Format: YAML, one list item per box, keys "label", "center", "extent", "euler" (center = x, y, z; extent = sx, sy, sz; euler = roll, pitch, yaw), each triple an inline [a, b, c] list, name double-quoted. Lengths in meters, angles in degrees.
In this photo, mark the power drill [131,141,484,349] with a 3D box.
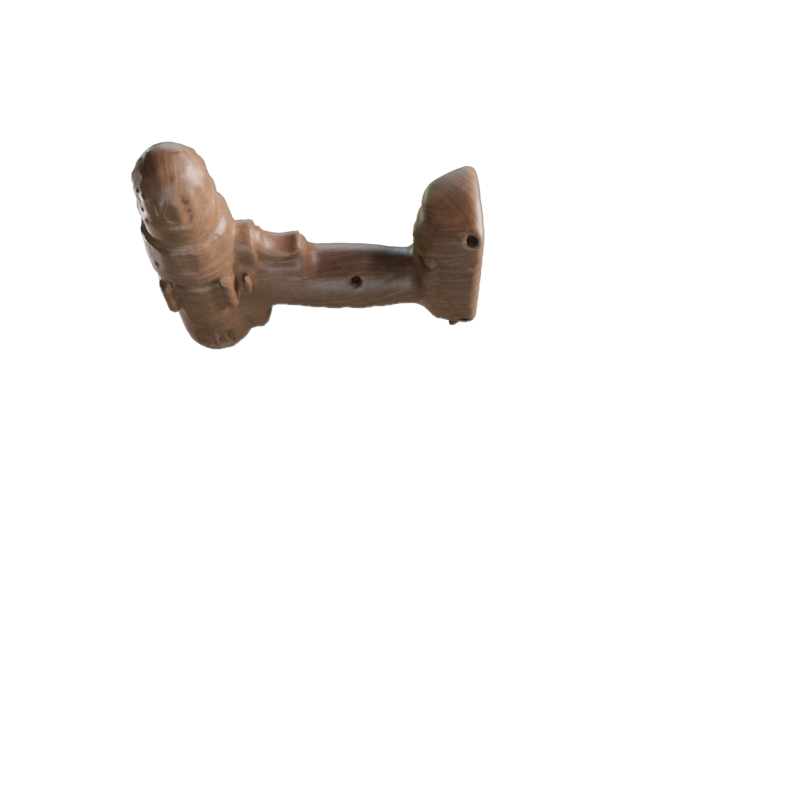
- label: "power drill"
  center: [-0.049, -0.090, 0.629]
  extent: [0.188, 0.061, 0.173]
  euler: [-1, -24, 3]
